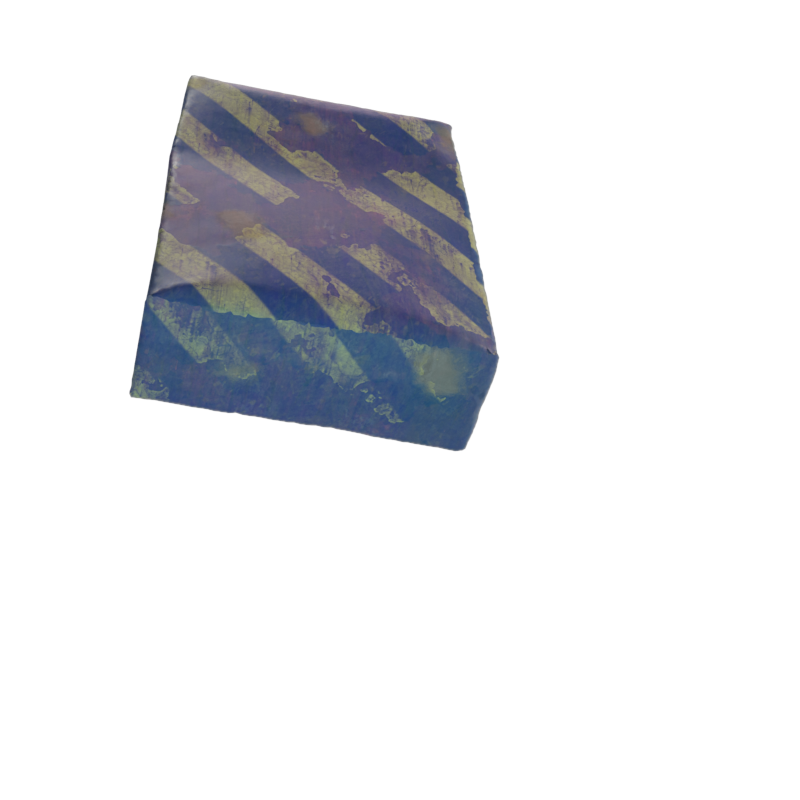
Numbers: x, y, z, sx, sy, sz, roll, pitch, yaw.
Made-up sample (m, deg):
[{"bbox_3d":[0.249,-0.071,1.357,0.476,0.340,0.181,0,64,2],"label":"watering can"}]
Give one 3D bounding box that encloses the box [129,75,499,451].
[{"bbox_3d":[-0.046,-0.084,0.586,0.162,0.068,0.229,8,40,-10],"label":"box"}]
